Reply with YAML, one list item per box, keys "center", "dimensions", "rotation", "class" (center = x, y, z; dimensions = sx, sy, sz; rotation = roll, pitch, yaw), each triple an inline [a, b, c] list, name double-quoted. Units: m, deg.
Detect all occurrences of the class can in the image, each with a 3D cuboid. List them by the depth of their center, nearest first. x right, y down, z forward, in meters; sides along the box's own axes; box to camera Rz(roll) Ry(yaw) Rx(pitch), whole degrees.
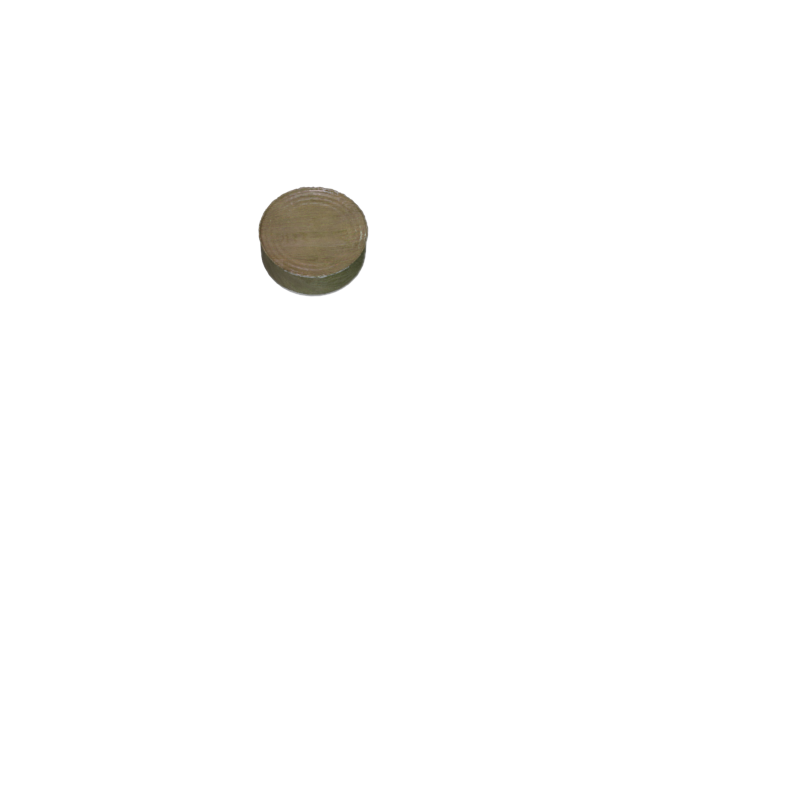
- center: [-0.069, -0.125, 0.878]
  dimensions: [0.086, 0.092, 0.031]
  rotation: [-1, -32, -1]
  class: "can"
